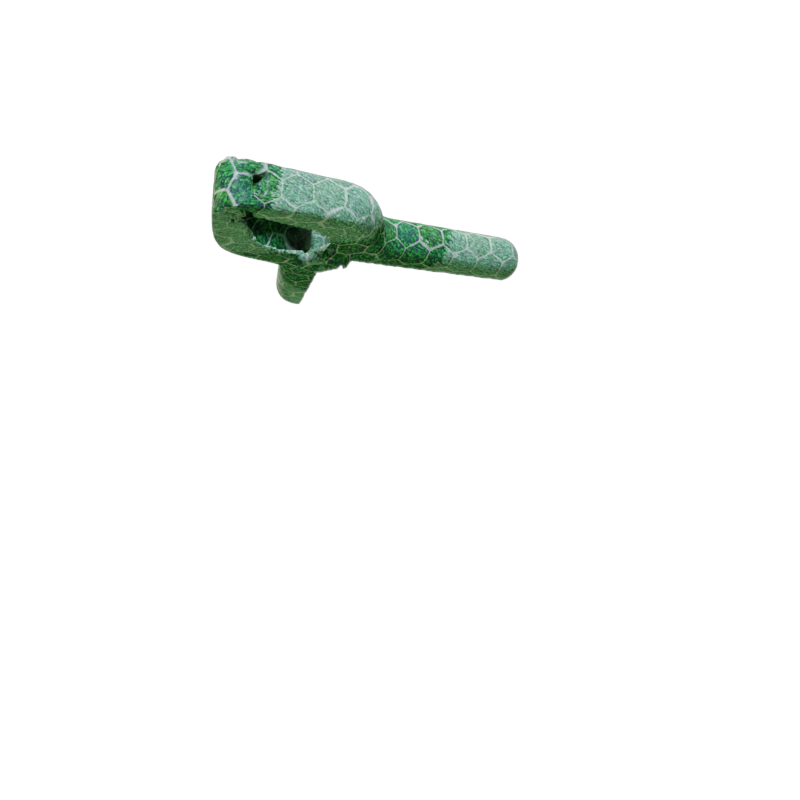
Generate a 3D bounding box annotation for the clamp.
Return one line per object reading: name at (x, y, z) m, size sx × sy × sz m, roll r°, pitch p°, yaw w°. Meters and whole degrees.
clamp at (-0.050, -0.091, 0.639) m, size 0.169 × 0.038 × 0.198 m, roll -7°, pitch -12°, yaw 34°
